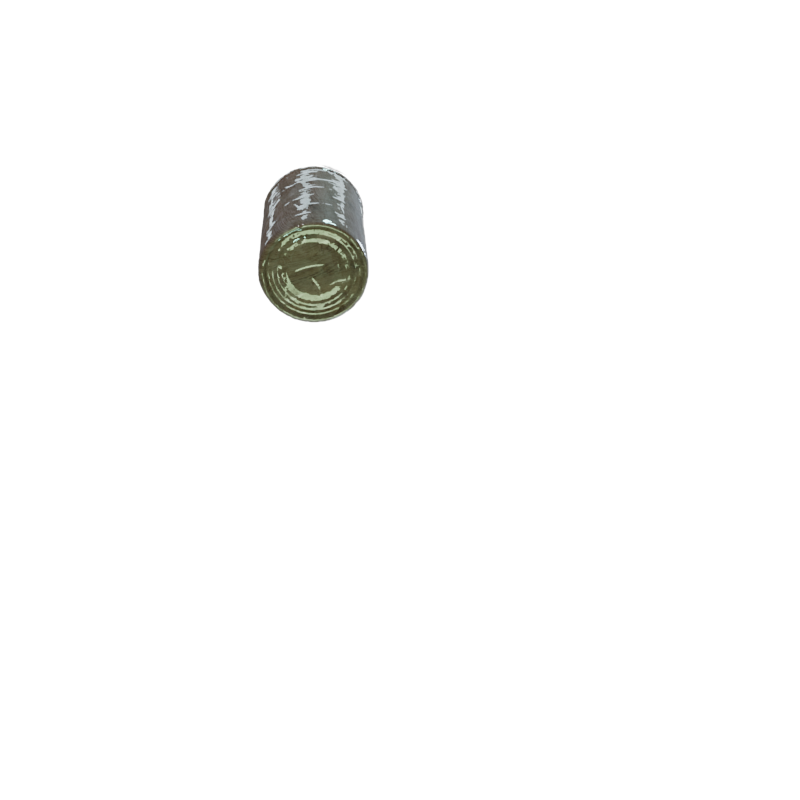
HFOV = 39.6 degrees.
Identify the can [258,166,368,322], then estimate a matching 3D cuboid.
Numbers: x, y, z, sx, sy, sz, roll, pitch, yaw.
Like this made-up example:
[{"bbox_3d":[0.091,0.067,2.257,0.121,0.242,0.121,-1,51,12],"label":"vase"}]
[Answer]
[{"bbox_3d":[-0.055,-0.101,0.708,0.068,0.065,0.108,0,28,-3],"label":"can"}]
